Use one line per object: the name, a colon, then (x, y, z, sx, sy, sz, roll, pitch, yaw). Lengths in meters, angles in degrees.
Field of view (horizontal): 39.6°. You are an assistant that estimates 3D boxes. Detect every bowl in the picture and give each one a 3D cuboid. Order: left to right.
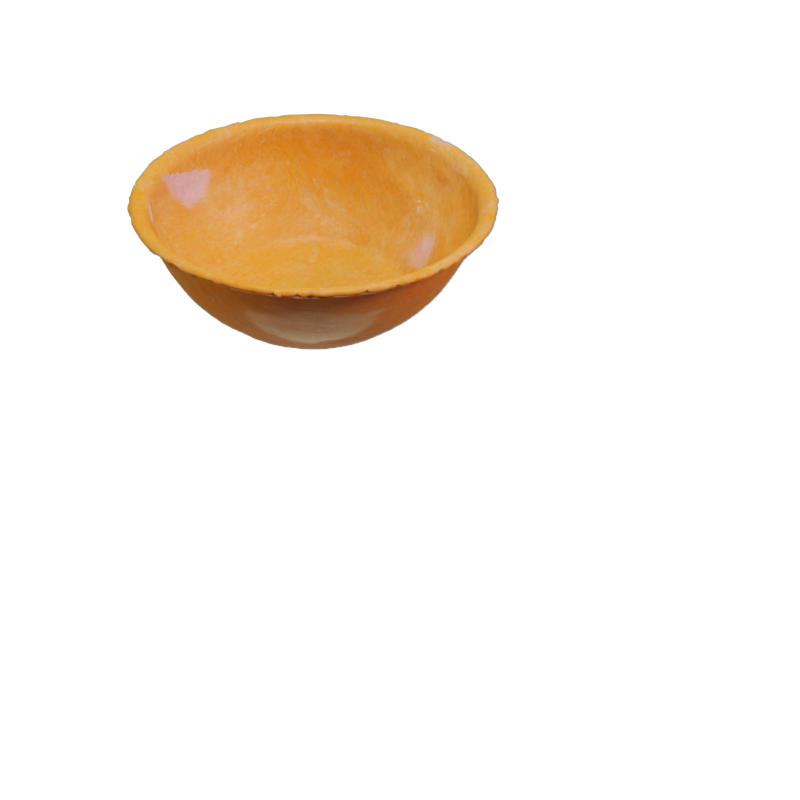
bowl: (-0.039, -0.072, 0.501, 0.162, 0.051, 0.173, -1, 37, -2)
